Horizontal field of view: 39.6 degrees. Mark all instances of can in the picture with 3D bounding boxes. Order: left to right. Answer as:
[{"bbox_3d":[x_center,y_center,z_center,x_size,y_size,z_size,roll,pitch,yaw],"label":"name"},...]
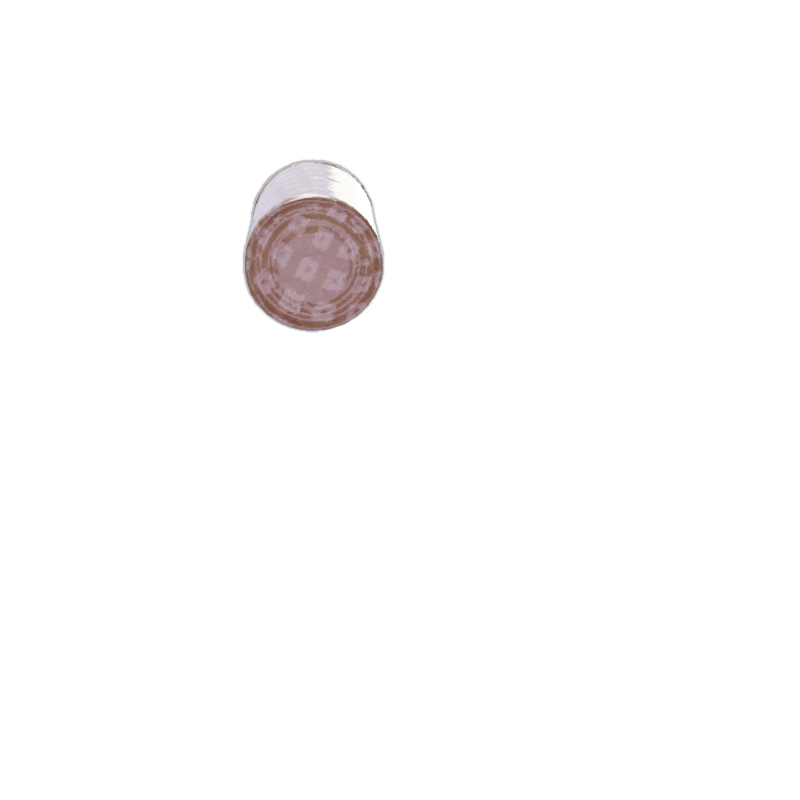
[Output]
[{"bbox_3d":[-0.044,-0.081,0.568,0.068,0.066,0.106,0,19,-3],"label":"can"}]
